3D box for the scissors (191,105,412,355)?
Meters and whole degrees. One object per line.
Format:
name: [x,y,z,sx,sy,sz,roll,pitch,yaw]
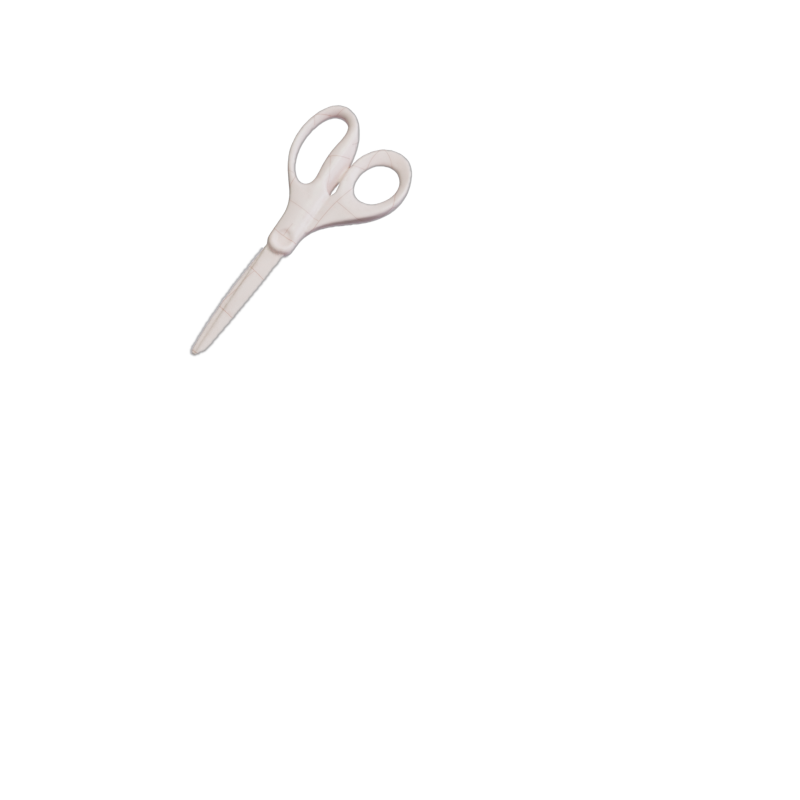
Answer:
scissors: [-0.058,-0.107,0.746,0.097,0.208,0.015,18,-19,6]
